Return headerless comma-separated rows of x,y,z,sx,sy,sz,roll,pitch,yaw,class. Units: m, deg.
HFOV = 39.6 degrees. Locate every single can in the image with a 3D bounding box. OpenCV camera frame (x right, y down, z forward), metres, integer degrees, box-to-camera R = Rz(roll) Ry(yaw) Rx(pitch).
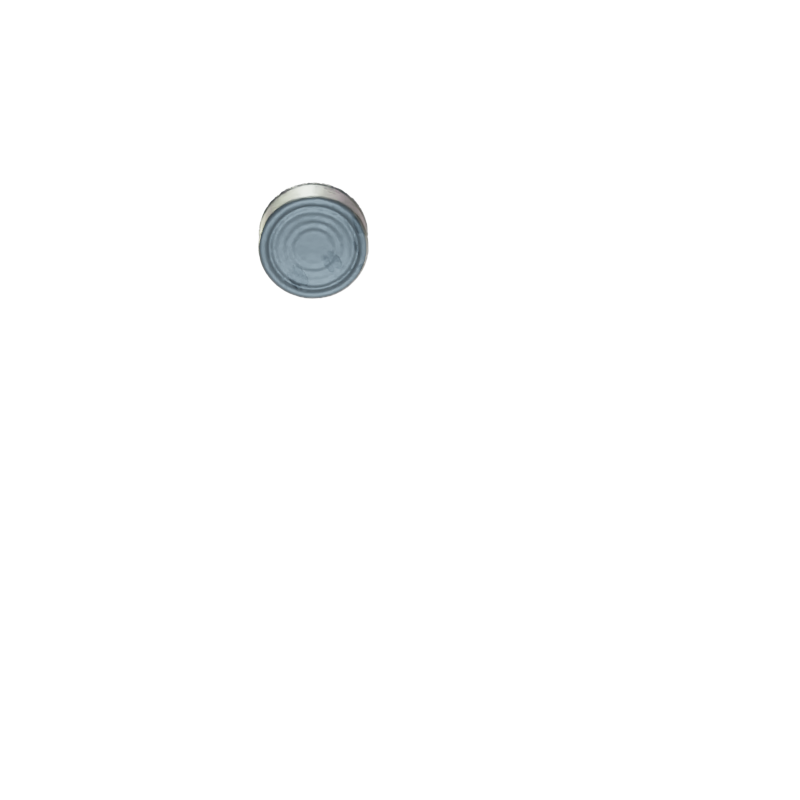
-0.067,-0.122,0.857,0.086,0.082,0.035,1,24,-1,can
